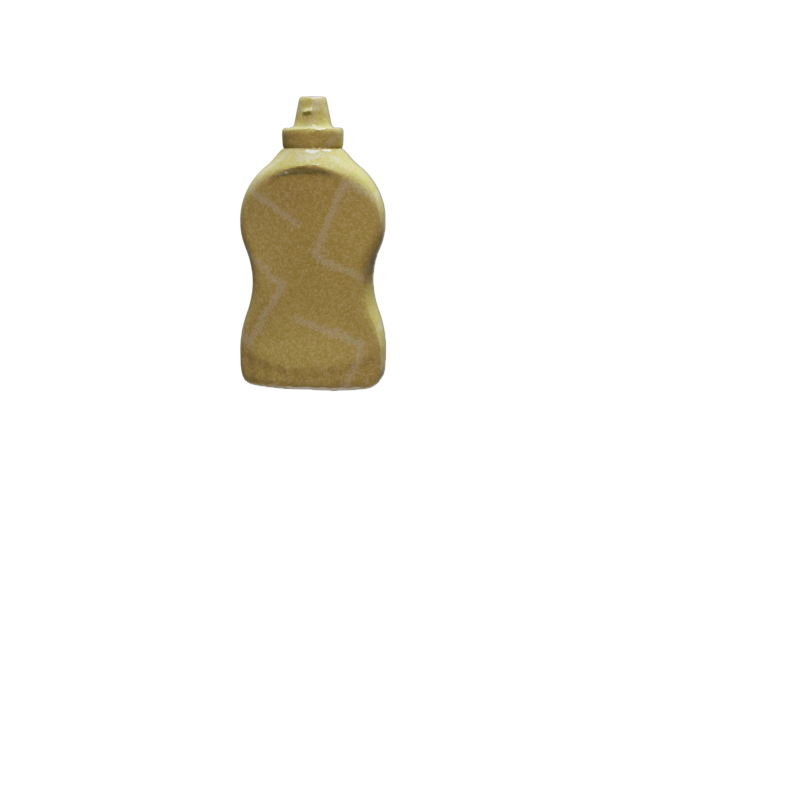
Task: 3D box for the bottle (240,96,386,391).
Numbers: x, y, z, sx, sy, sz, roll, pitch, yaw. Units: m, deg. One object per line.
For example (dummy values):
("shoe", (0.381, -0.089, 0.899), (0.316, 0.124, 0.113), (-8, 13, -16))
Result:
("bottle", (-0.058, -0.105, 0.738), (0.098, 0.189, 0.058), (2, 6, 11))
